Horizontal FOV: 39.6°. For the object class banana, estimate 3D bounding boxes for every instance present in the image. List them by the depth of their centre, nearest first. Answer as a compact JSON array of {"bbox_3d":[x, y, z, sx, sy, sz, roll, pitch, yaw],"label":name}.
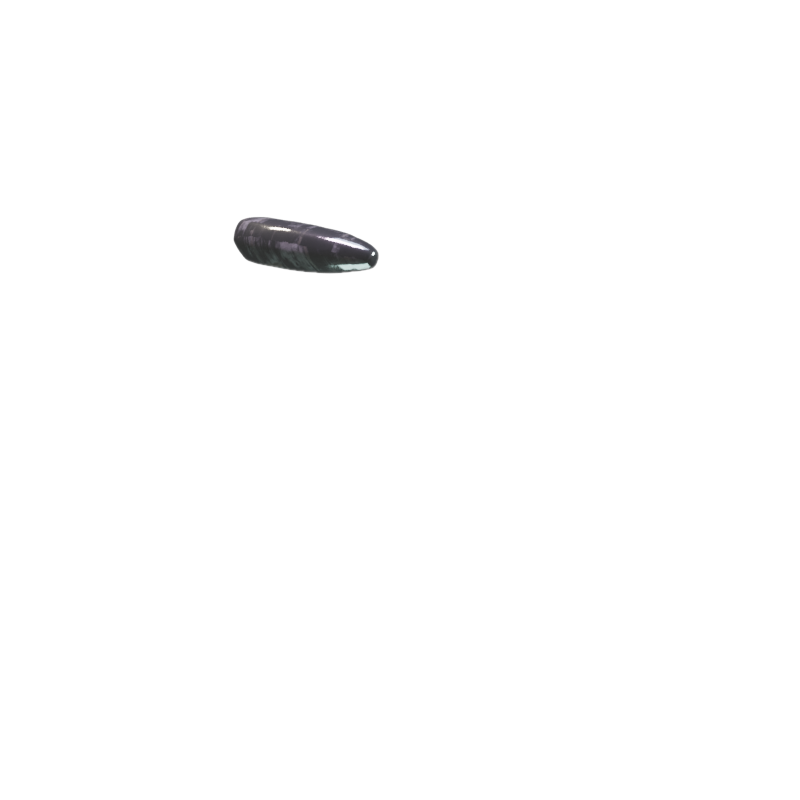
[{"bbox_3d":[-0.086,-0.123,0.863,0.068,0.036,0.207,-5,13,-24],"label":"banana"}]
